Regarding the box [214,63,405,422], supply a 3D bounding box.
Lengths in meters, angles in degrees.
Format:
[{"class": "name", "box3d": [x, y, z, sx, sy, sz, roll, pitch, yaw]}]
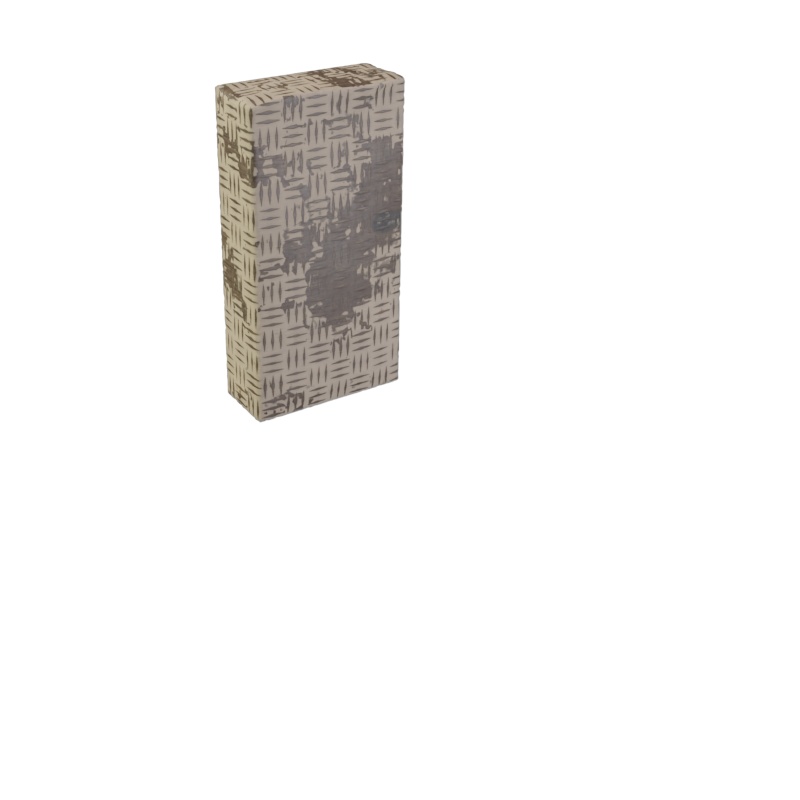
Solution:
[{"class": "box", "box3d": [-0.046, -0.084, 0.588, 0.092, 0.167, 0.052, -15, 31, -30]}]
